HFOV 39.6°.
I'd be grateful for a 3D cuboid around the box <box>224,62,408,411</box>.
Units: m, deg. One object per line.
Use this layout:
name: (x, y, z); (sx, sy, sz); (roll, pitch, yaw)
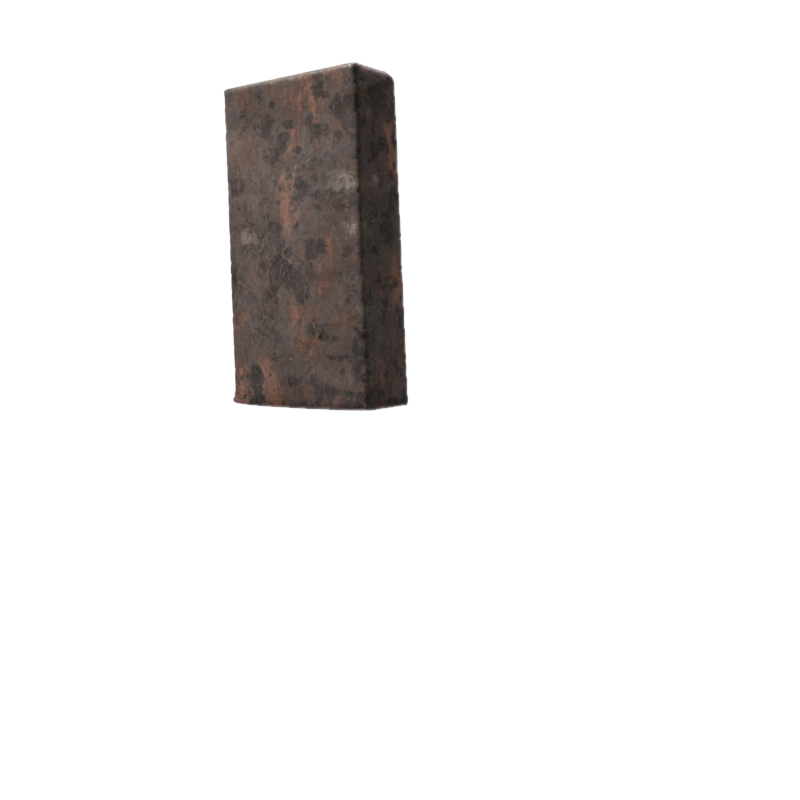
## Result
box: (-0.046, -0.085, 0.595); (0.096, 0.178, 0.046); (-3, -6, 36)
